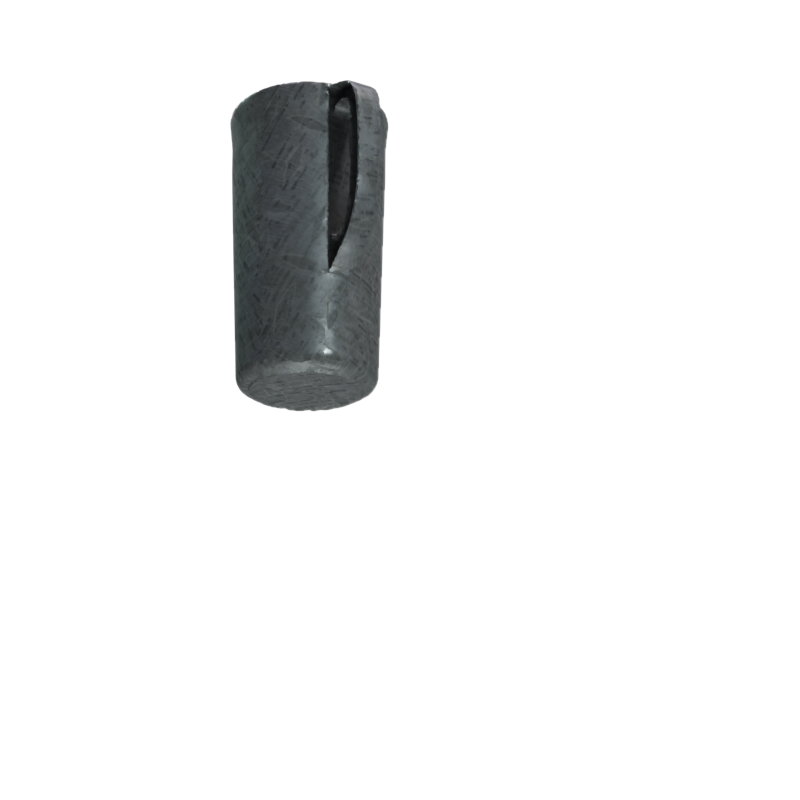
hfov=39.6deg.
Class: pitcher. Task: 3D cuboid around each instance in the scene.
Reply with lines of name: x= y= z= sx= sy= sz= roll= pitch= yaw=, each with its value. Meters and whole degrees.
pitcher: x=-0.068 y=-0.125 z=0.874 sx=0.147 sy=0.257 sz=0.139 roll=-8 pitch=-25 yaw=14
